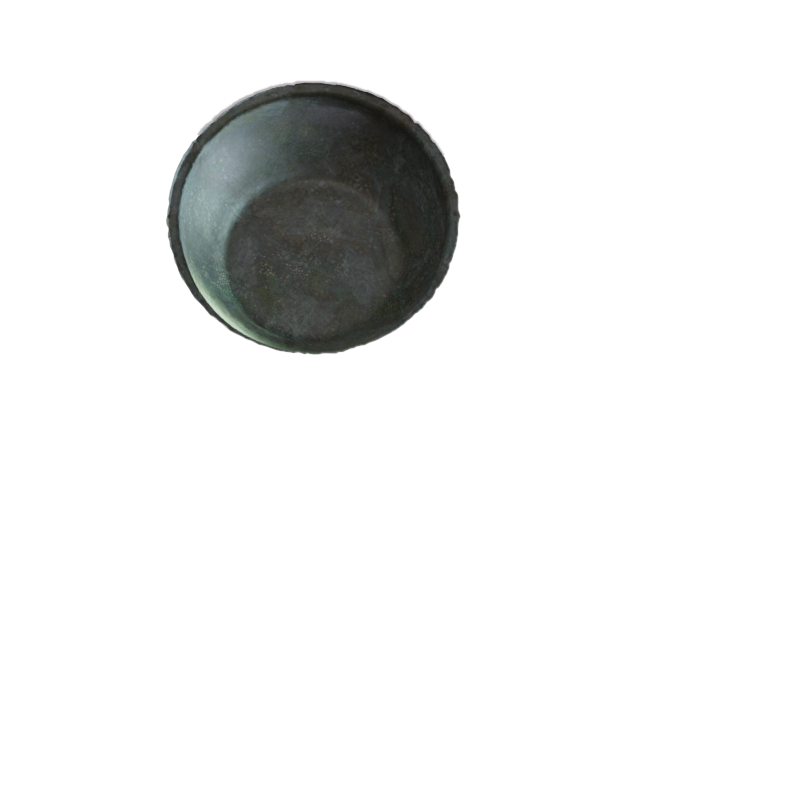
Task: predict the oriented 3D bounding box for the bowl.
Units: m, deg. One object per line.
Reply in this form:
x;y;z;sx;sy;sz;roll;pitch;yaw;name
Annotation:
-0.046;-0.084;0.590;0.162;0.154;0.058;1;24;-1;bowl
